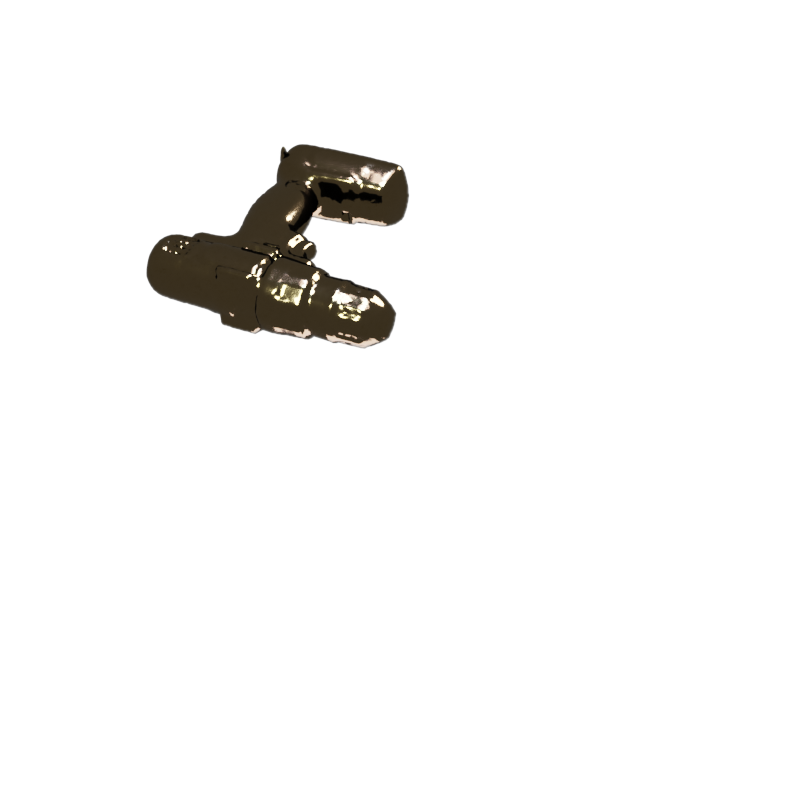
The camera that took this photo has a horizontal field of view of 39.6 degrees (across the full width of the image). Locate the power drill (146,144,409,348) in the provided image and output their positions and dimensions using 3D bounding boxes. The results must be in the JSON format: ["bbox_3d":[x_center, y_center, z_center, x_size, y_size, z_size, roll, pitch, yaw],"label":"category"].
[{"bbox_3d":[-0.063,-0.115,0.804,0.192,0.054,0.193,16,40,20],"label":"power drill"}]
